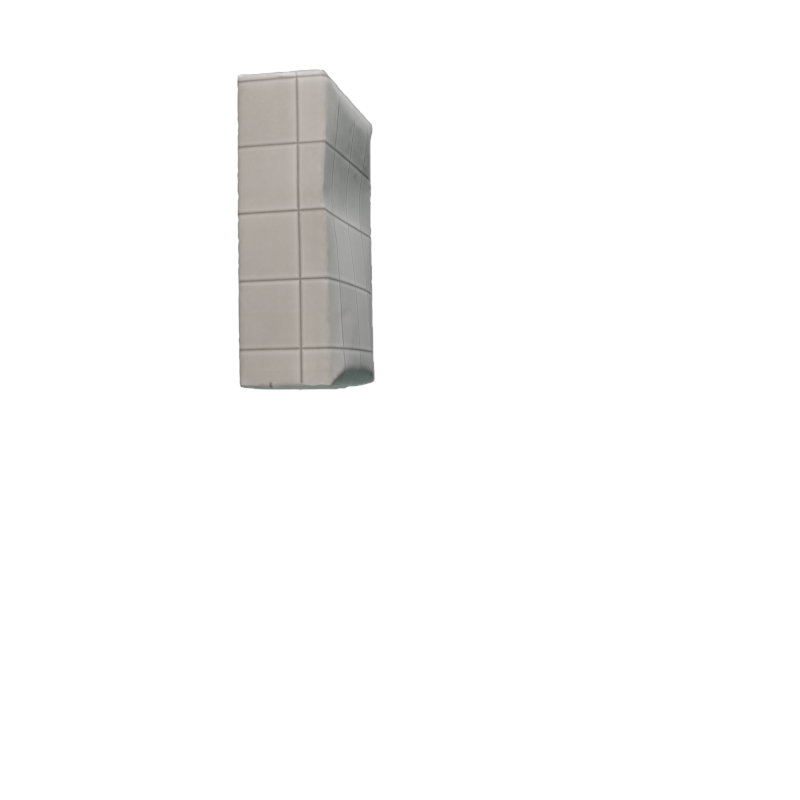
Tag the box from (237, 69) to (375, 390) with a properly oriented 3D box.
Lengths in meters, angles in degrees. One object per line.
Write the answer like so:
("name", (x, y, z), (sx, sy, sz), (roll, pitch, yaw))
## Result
("box", (-0.063, -0.116, 0.810), (0.073, 0.217, 0.160), (-2, -5, 10))
